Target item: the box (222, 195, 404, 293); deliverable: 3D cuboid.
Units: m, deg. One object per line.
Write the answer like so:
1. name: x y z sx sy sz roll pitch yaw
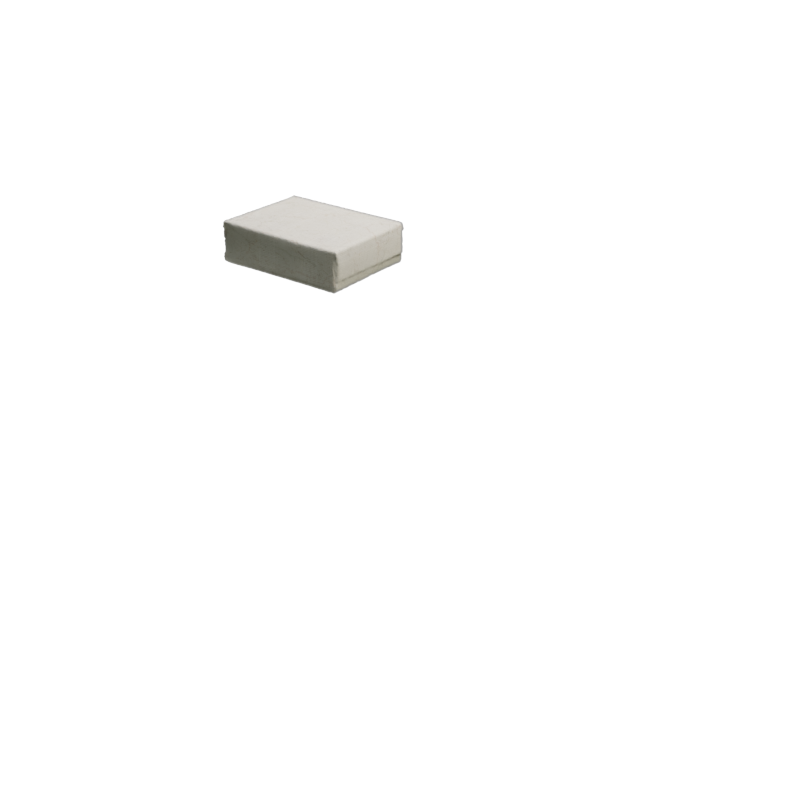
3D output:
1. box: -0.068 -0.124 0.867 0.119 0.037 0.089 17 28 32
